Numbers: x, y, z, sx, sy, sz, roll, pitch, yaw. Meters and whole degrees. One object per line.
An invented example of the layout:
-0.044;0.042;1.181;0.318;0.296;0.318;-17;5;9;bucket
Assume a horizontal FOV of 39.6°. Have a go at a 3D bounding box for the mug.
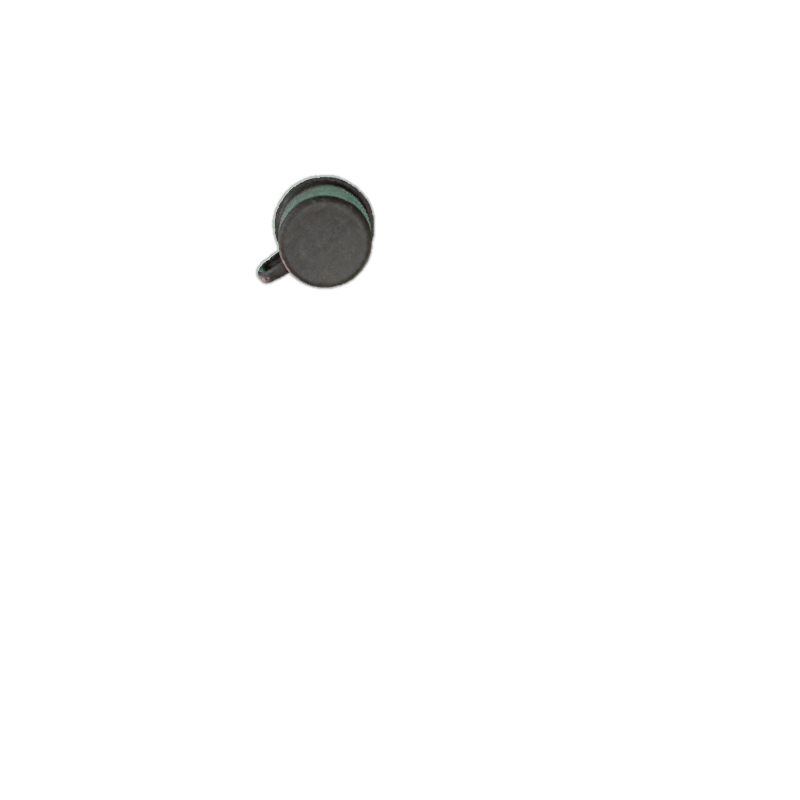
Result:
-0.077;-0.140;0.980;0.117;0.090;0.084;-31;14;6;mug
